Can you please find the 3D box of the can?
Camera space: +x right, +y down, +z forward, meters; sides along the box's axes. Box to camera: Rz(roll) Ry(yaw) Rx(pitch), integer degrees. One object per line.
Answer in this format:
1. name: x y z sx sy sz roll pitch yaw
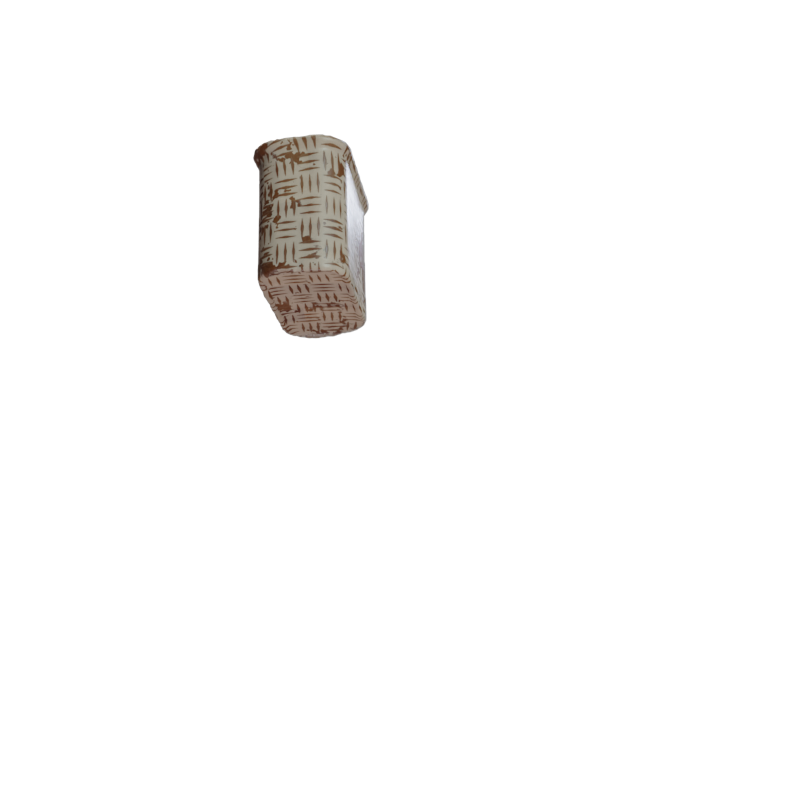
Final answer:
1. can: -0.051 -0.093 0.652 0.058 0.089 0.095 -5 -23 7
